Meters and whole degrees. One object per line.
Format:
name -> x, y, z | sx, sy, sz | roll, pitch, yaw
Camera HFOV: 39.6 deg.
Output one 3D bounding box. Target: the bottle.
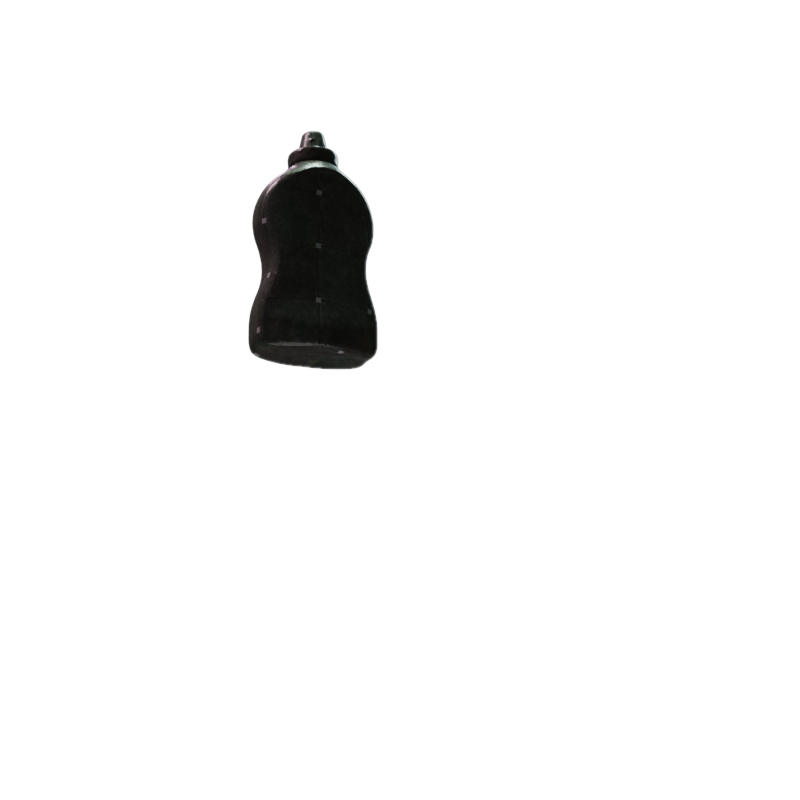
bottle -> -0.068, -0.124, 0.867 | 0.093, 0.202, 0.057 | 6, -24, -18
